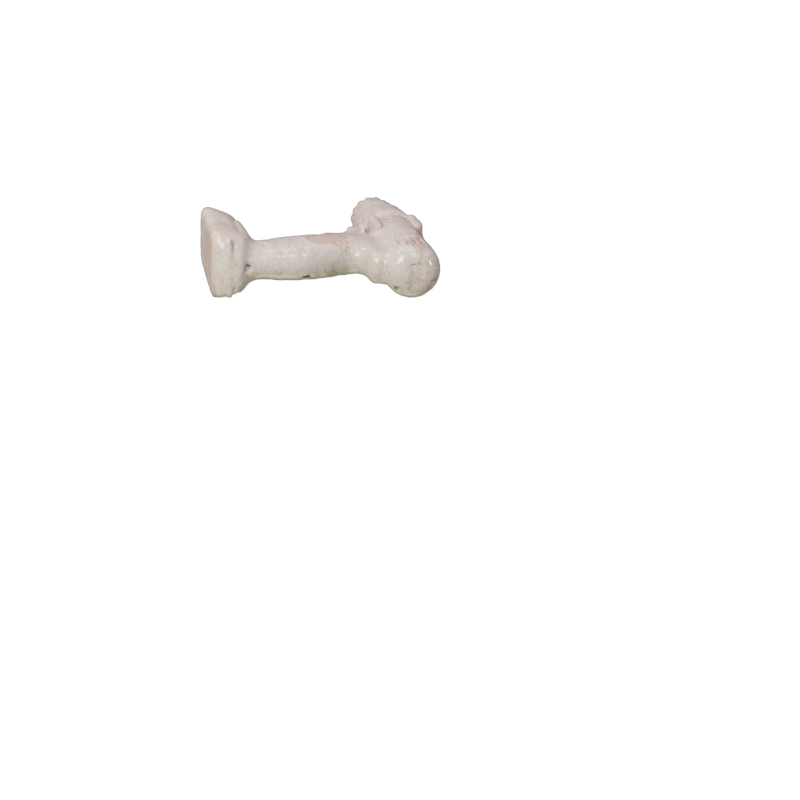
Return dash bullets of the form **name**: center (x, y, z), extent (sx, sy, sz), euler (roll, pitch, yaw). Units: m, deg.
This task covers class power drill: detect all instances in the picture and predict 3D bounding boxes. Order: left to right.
- **power drill**: center (-0.074, -0.135, 0.943), extent (0.185, 0.055, 0.195), euler (-4, 23, -11)
